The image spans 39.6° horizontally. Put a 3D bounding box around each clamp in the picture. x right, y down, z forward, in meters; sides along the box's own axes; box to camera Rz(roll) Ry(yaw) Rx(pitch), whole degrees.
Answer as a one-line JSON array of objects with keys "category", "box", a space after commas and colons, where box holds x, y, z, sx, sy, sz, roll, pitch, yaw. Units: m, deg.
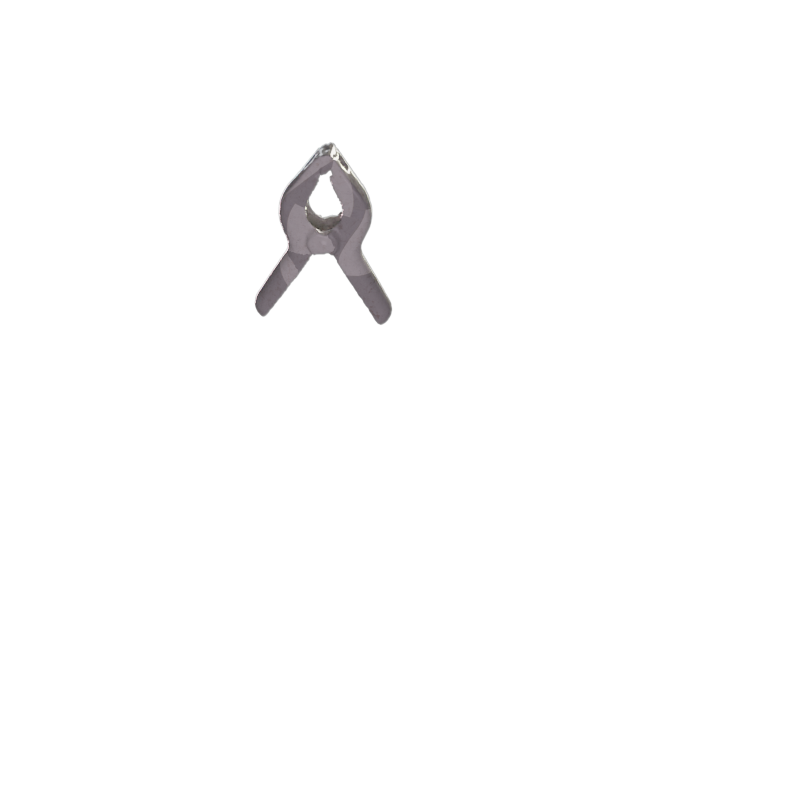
[{"category": "clamp", "box": [-0.074, -0.136, 0.950, 0.120, 0.161, 0.041, -6, 27, 3]}]
